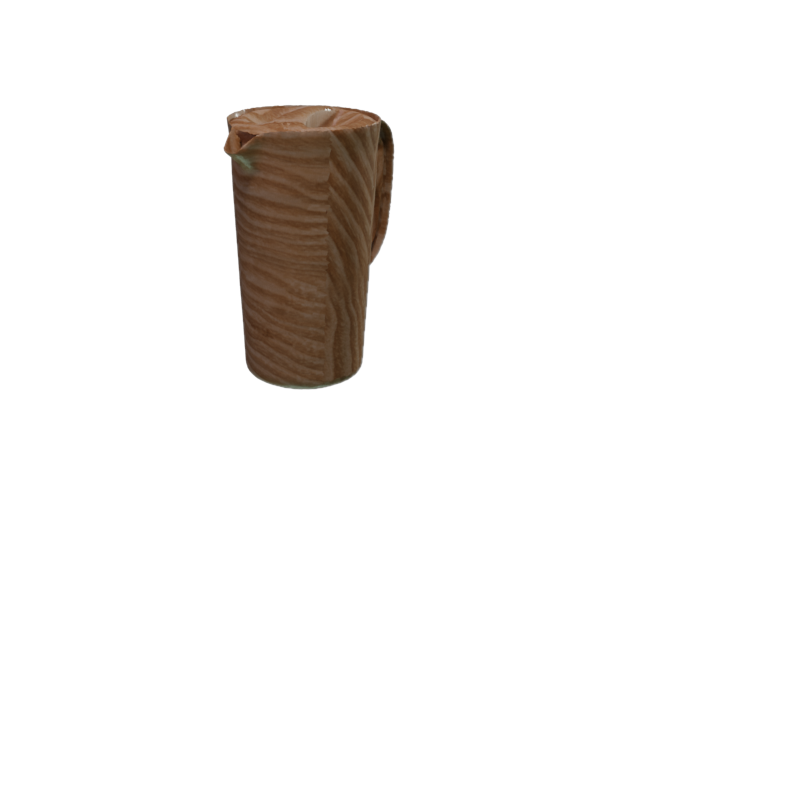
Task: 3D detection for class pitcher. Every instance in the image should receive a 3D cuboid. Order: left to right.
[{"bbox_3d":[-0.078,-0.142,0.995,0.149,0.233,0.151,0,19,-2],"label":"pitcher"}]
